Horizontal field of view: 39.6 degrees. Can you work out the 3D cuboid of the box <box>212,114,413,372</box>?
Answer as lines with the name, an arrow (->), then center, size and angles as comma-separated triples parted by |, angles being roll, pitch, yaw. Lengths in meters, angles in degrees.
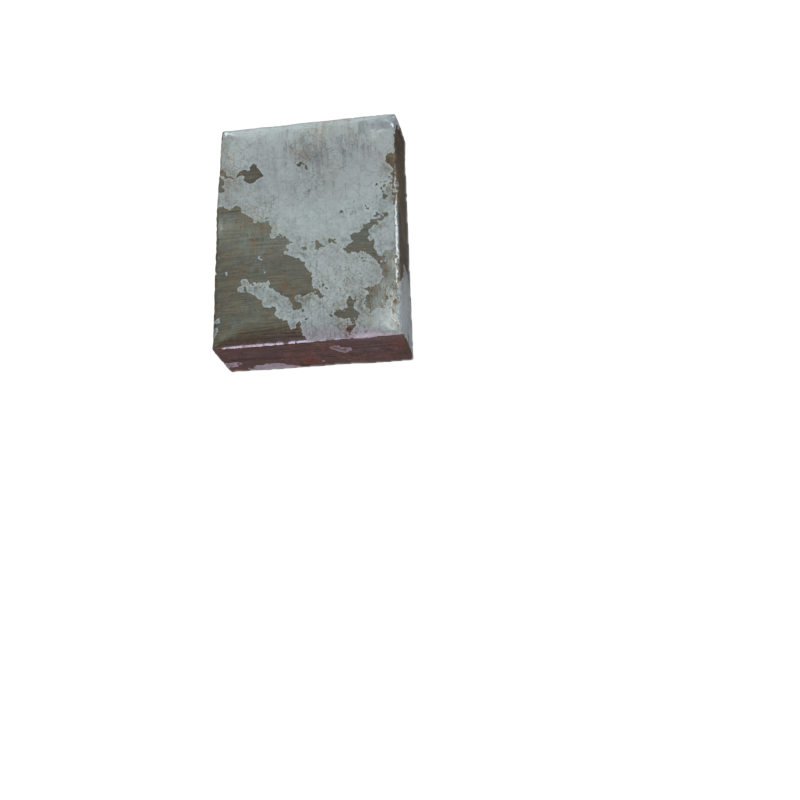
box -> -0.076, -0.139, 0.975 | 0.166, 0.225, 0.067 | -5, -23, 9
